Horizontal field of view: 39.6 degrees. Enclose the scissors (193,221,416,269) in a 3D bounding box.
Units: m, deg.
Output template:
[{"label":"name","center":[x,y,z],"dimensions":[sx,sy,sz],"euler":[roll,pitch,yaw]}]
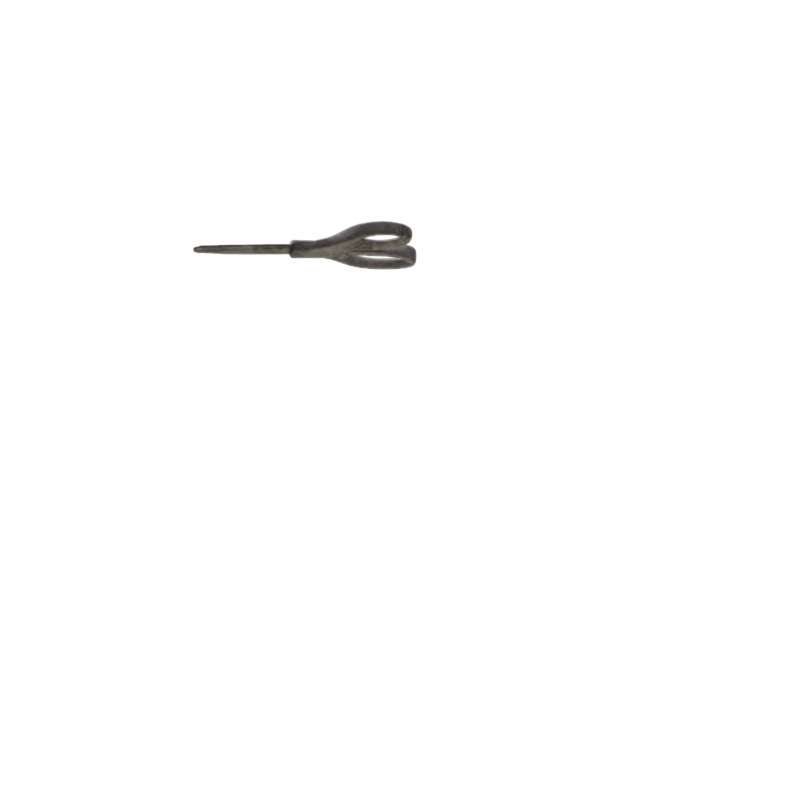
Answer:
[{"label":"scissors","center":[-0.077,-0.141,0.986],"dimensions":[0.197,0.016,0.094],"euler":[4,-17,-14]}]
